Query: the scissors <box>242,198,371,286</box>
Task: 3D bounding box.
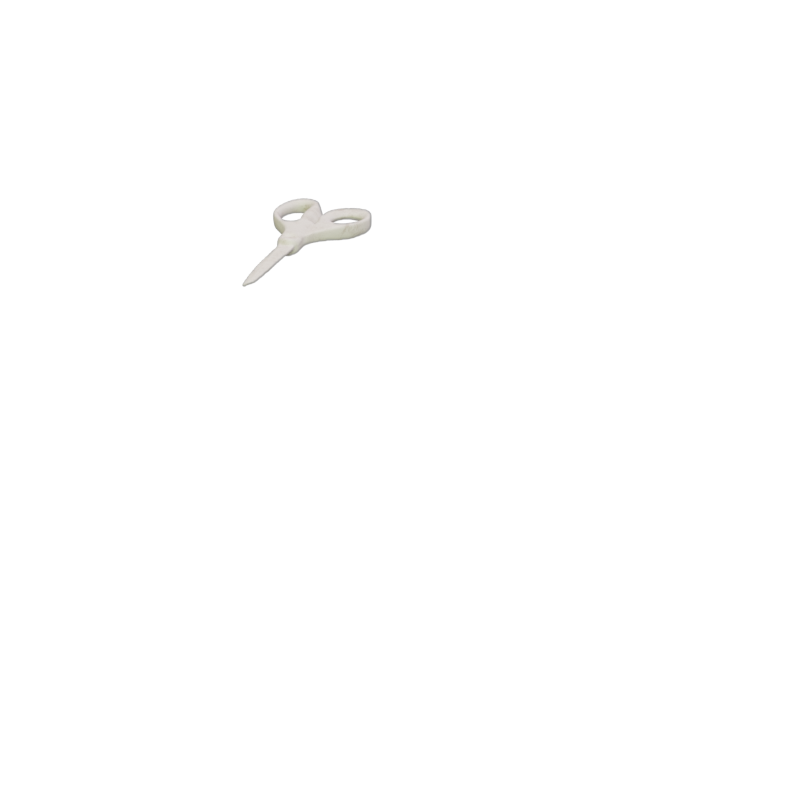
[{"bbox_3d":[-0.072,-0.132,0.922,0.096,0.015,0.212,0,27,0],"label":"scissors"}]
